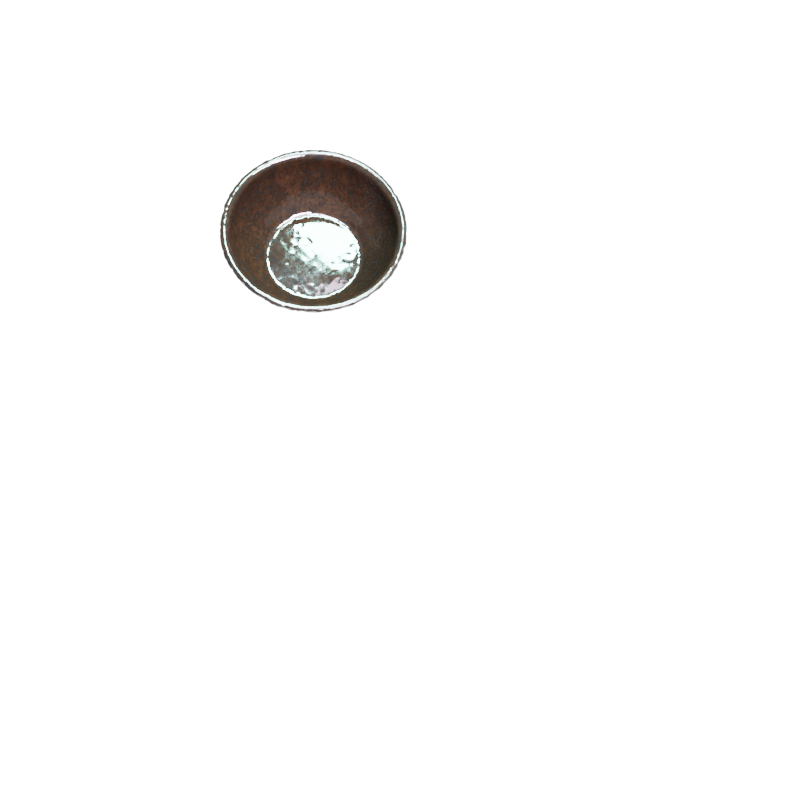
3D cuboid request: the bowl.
[{"bbox_3d":[-0.077,-0.140,0.983,0.162,0.172,0.052,-1,-27,-1],"label":"bowl"}]
